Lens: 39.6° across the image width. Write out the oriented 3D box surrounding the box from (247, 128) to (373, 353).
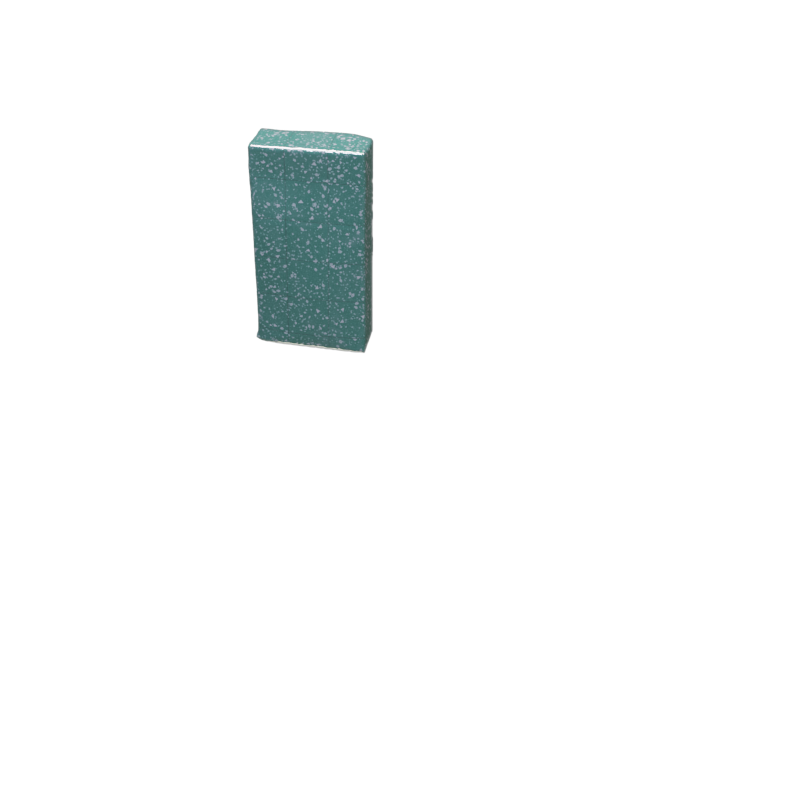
[{"bbox_3d":[-0.069,-0.126,0.882,0.095,0.167,0.050,7,27,10],"label":"box"}]
